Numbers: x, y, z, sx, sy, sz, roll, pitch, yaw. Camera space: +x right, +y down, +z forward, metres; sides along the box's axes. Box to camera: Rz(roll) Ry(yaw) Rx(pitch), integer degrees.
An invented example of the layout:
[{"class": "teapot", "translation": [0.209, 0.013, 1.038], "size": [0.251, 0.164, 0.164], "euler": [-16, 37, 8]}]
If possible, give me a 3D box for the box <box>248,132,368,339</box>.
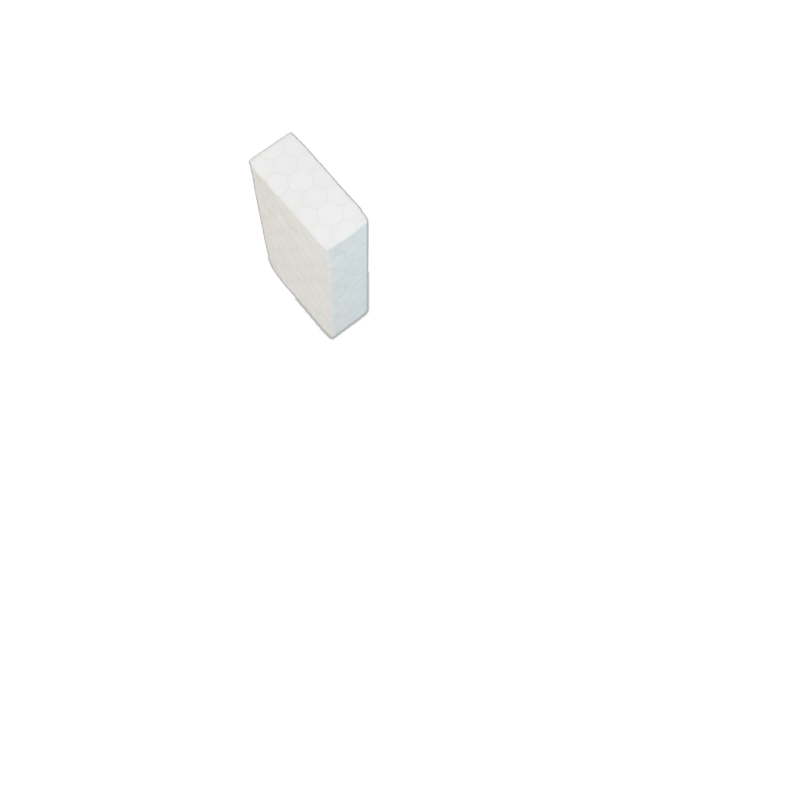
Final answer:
[{"class": "box", "translation": [-0.066, -0.121, 0.846], "size": [0.048, 0.098, 0.168], "euler": [-35, -14, -15]}]
